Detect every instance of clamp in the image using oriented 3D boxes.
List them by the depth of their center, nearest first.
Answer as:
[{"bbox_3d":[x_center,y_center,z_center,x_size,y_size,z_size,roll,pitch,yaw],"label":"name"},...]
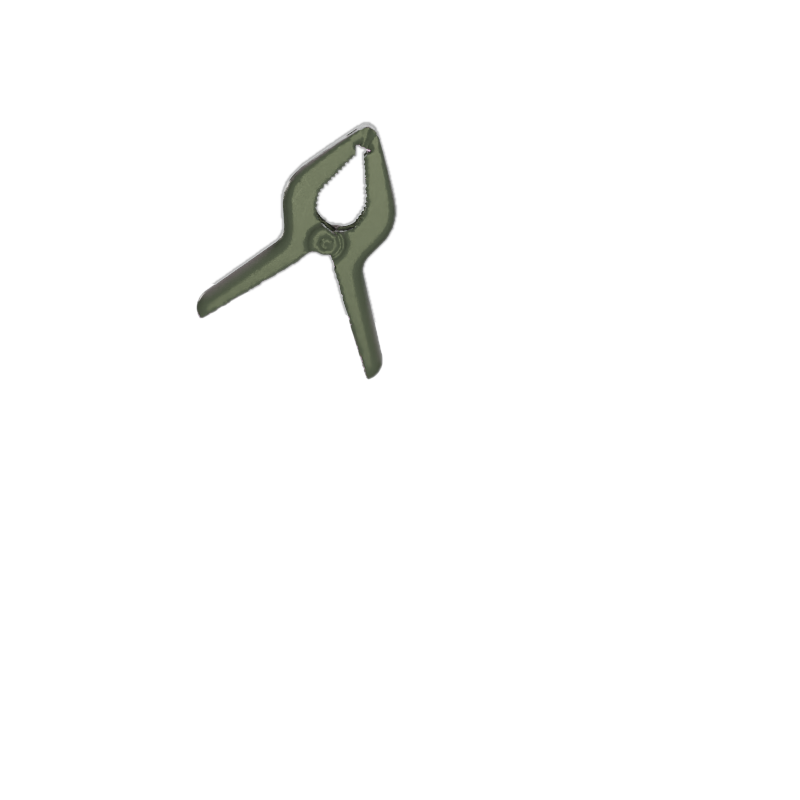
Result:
[{"bbox_3d":[-0.072,-0.131,0.920,0.163,0.204,0.038,14,14,-4],"label":"clamp"}]
